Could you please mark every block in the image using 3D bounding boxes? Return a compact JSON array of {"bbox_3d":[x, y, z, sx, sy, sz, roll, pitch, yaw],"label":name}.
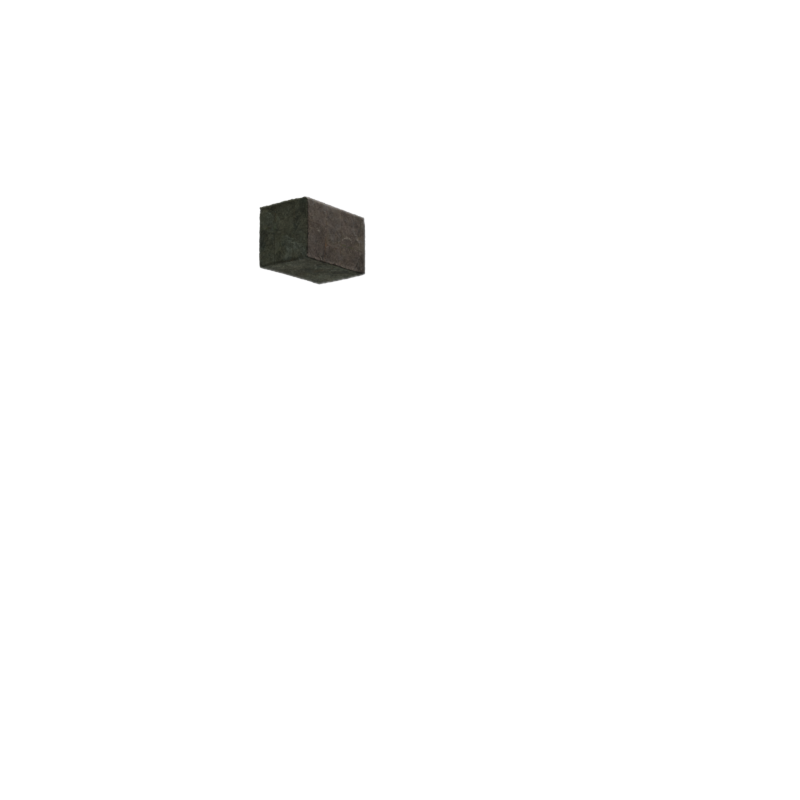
[{"bbox_3d":[-0.071,-0.130,0.908,0.054,0.053,0.074,-9,-13,36],"label":"block"}]
